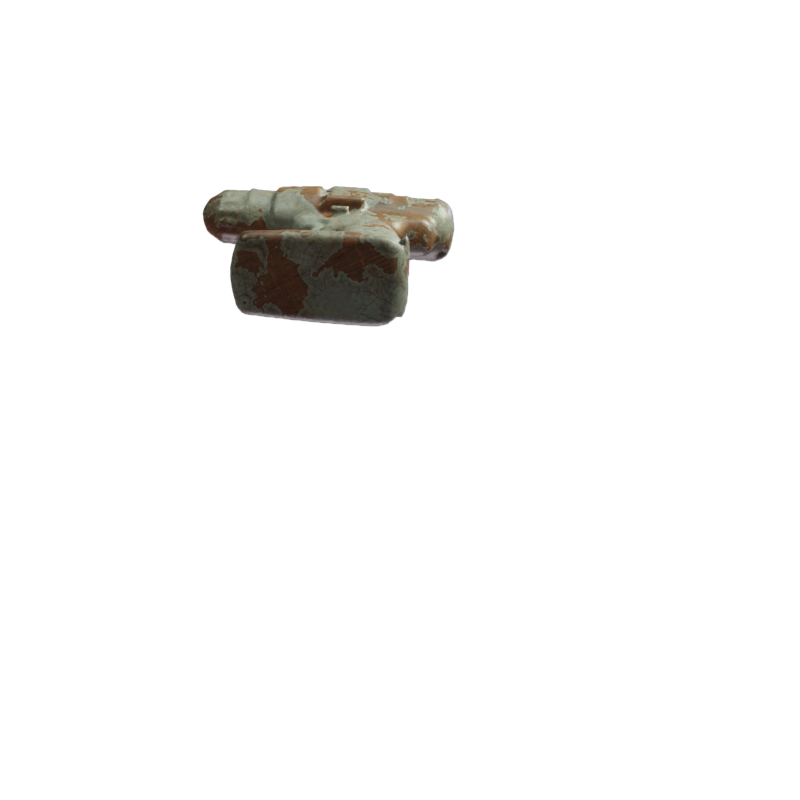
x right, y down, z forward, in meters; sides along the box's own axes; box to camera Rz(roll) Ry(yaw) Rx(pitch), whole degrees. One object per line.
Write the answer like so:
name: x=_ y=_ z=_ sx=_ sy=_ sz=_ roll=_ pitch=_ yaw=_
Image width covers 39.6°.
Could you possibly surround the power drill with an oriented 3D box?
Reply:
power drill: x=-0.058 y=-0.106 z=0.744 sx=0.186 sy=0.055 sz=0.194 roll=2 pitch=21 yaw=6
